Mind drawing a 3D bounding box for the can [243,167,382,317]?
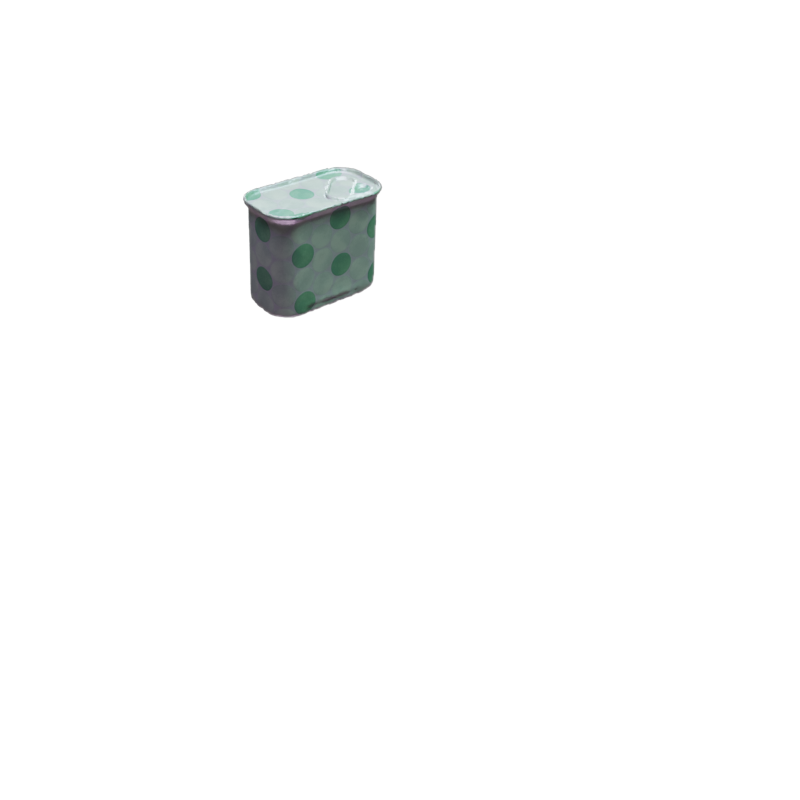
[{"bbox_3d":[-0.064,-0.118,0.824,0.101,0.079,0.062,-22,37,-33],"label":"can"}]
